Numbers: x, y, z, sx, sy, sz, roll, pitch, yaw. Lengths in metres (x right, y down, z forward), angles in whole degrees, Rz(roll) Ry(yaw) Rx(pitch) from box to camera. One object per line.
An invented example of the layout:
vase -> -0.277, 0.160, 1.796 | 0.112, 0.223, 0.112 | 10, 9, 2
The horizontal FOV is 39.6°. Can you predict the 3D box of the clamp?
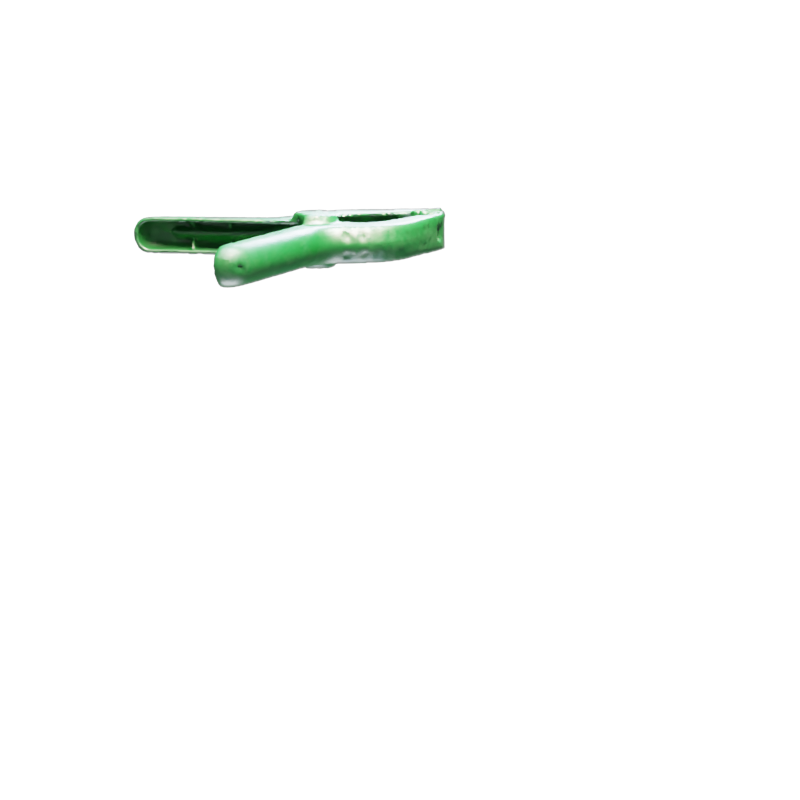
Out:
clamp -> -0.057, -0.104, 0.731 | 0.205, 0.035, 0.173 | -7, 18, -20
